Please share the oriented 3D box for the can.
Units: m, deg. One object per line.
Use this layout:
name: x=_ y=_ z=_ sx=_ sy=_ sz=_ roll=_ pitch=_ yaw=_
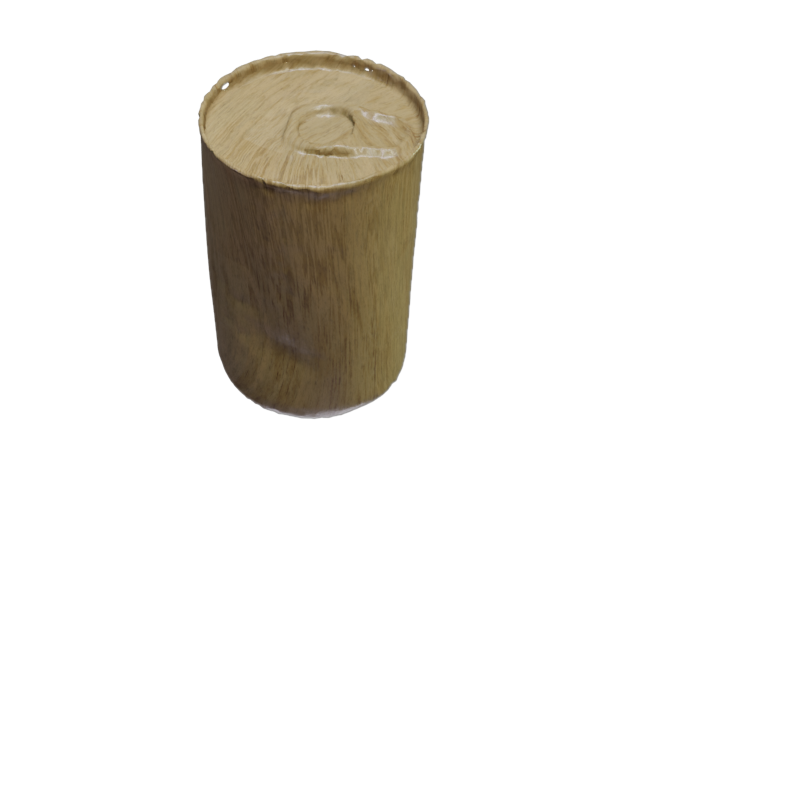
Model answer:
can: x=-0.028 y=-0.051 z=0.358 sx=0.068 sy=0.074 sz=0.095 roll=0 pitch=-44 yaw=-3
